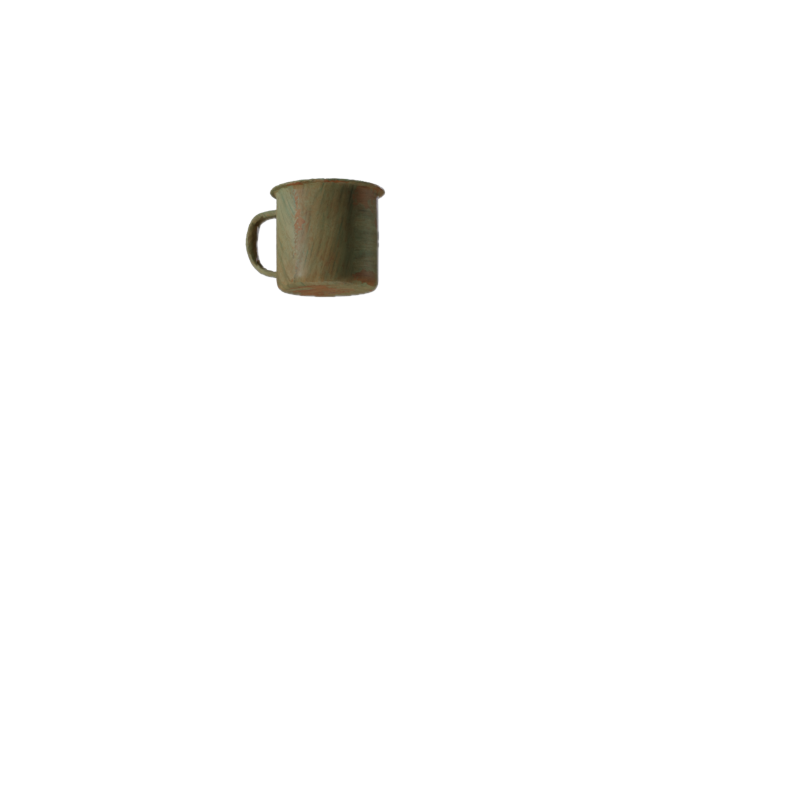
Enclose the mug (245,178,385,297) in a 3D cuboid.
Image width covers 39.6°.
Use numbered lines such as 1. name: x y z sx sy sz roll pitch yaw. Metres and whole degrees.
1. mug: -0.070 -0.127 0.890 0.119 0.083 0.090 -2 -6 17
